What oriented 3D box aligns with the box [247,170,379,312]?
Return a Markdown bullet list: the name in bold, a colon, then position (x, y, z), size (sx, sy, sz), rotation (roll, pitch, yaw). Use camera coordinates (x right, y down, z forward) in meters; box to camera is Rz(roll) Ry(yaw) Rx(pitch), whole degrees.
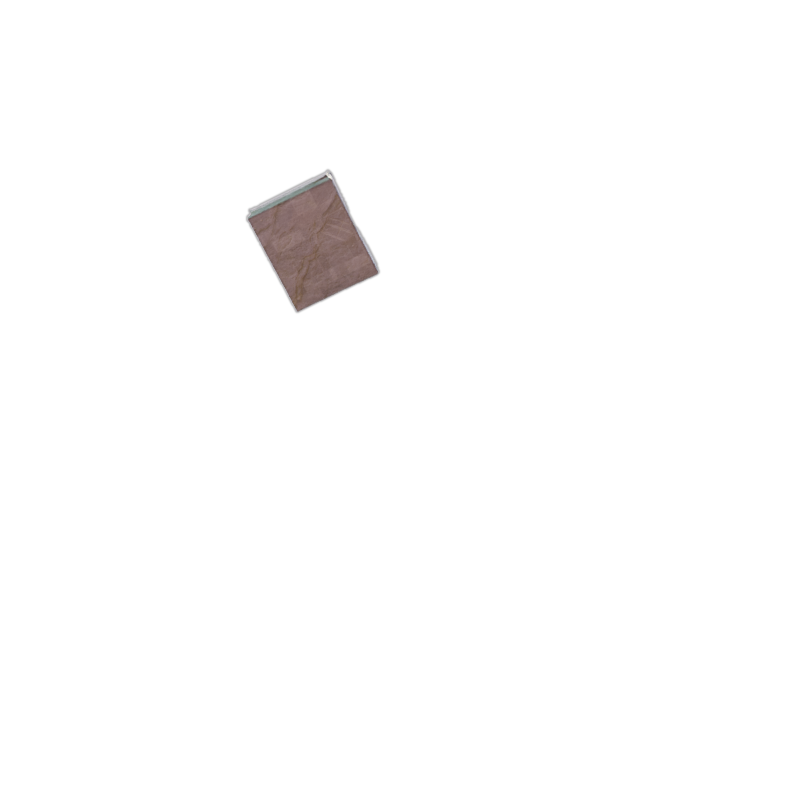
- **box**: position (-0.068, -0.125, 0.872), size (0.073, 0.086, 0.031), rotation (-26, 15, 7)
